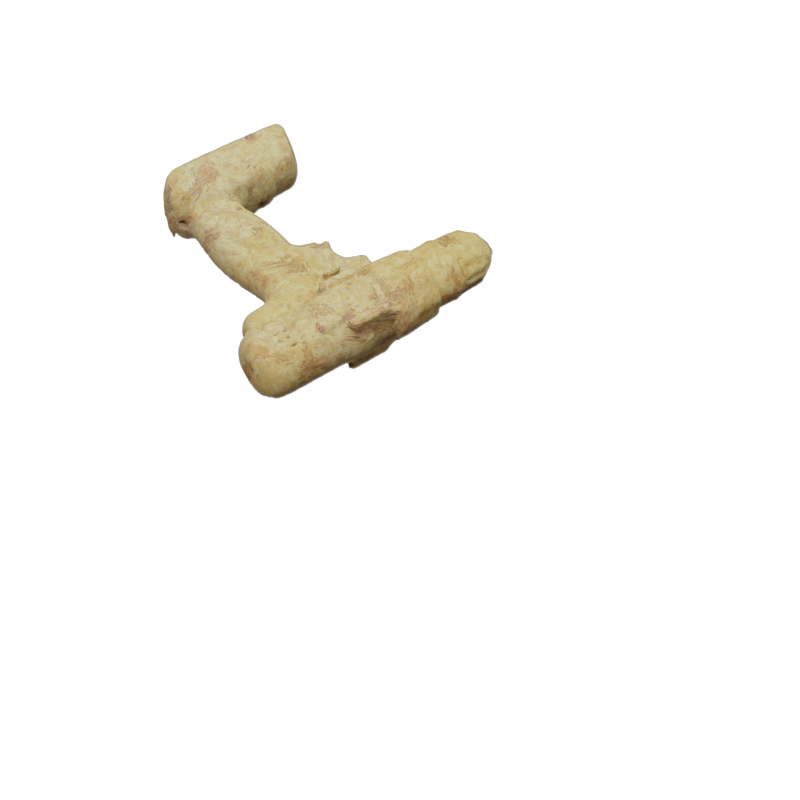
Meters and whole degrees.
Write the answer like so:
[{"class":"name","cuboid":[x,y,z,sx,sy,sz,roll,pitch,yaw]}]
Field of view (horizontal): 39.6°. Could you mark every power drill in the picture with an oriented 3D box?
[{"class":"power drill","cuboid":[-0.058,-0.106,0.742,0.184,0.053,0.202,-28,55,-22]}]
